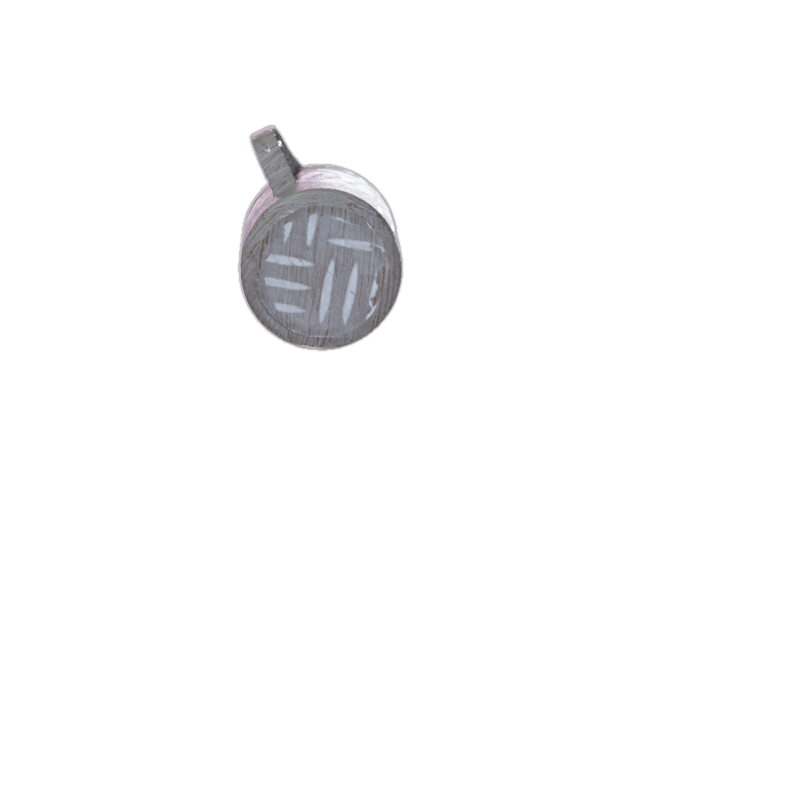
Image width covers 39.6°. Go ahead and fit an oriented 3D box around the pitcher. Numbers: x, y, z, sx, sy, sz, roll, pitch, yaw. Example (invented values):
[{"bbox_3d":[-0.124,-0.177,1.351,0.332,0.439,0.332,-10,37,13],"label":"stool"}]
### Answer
[{"bbox_3d":[-0.066,-0.120,0.841,0.148,0.143,0.248,20,9,-7],"label":"pitcher"}]
